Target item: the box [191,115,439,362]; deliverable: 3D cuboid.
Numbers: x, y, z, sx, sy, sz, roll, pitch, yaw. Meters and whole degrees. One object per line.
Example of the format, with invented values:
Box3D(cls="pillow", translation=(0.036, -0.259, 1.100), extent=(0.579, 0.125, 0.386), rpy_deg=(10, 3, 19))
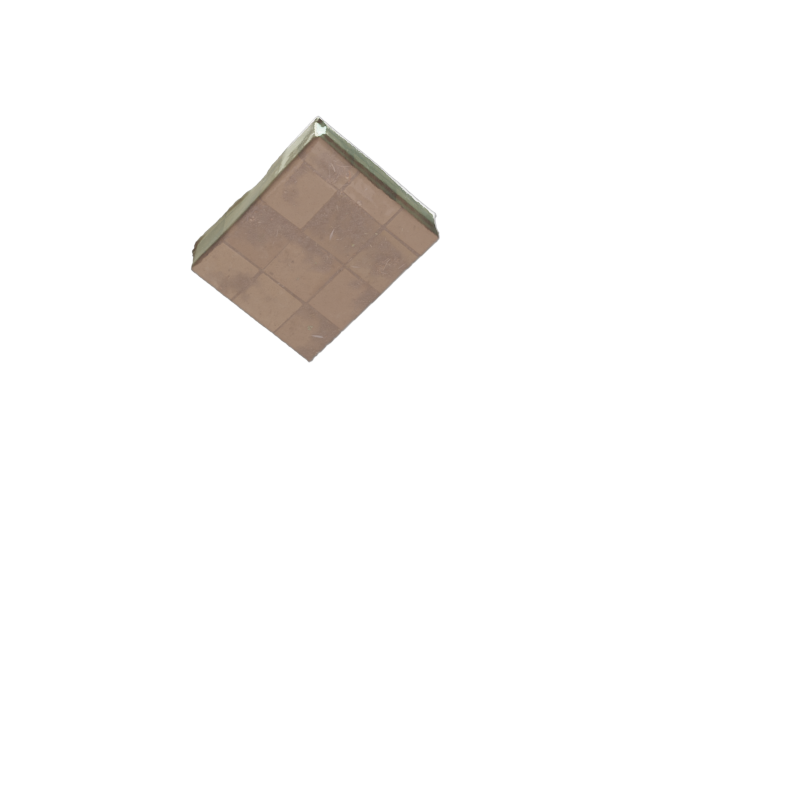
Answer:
Box3D(cls="box", translation=(-0.039, -0.071, 0.499), extent=(0.070, 0.088, 0.032), rpy_deg=(39, 22, -20))
